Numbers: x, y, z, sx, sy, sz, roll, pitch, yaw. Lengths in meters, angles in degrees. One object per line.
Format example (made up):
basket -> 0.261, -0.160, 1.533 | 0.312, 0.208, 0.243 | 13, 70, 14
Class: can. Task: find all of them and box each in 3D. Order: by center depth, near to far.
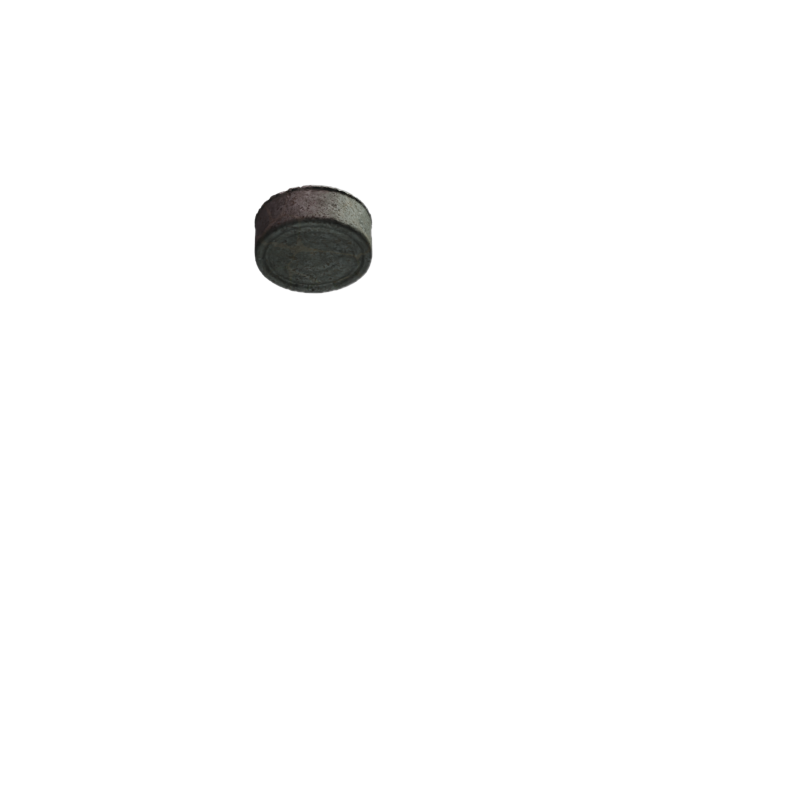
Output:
can -> -0.062, -0.114, 0.796 | 0.086, 0.036, 0.080 | 1, -34, -2
